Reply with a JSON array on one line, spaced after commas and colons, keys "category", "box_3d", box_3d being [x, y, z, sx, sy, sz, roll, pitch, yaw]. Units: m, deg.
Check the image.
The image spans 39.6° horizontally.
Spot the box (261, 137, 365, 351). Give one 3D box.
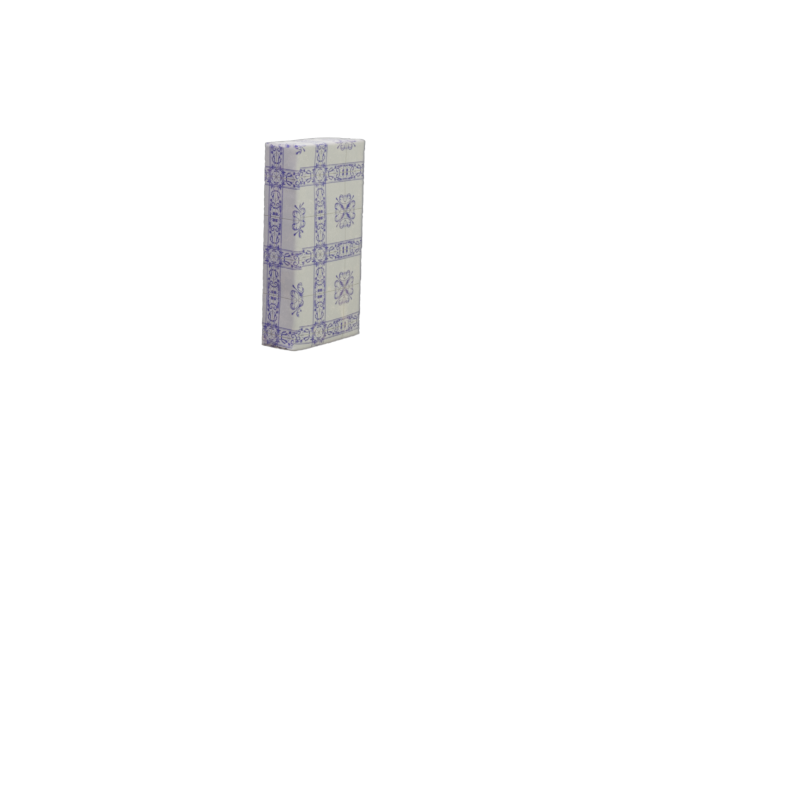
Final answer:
[{"category": "box", "box_3d": [-0.075, -0.137, 0.956, 0.050, 0.172, 0.091, 7, 12, 36]}]
